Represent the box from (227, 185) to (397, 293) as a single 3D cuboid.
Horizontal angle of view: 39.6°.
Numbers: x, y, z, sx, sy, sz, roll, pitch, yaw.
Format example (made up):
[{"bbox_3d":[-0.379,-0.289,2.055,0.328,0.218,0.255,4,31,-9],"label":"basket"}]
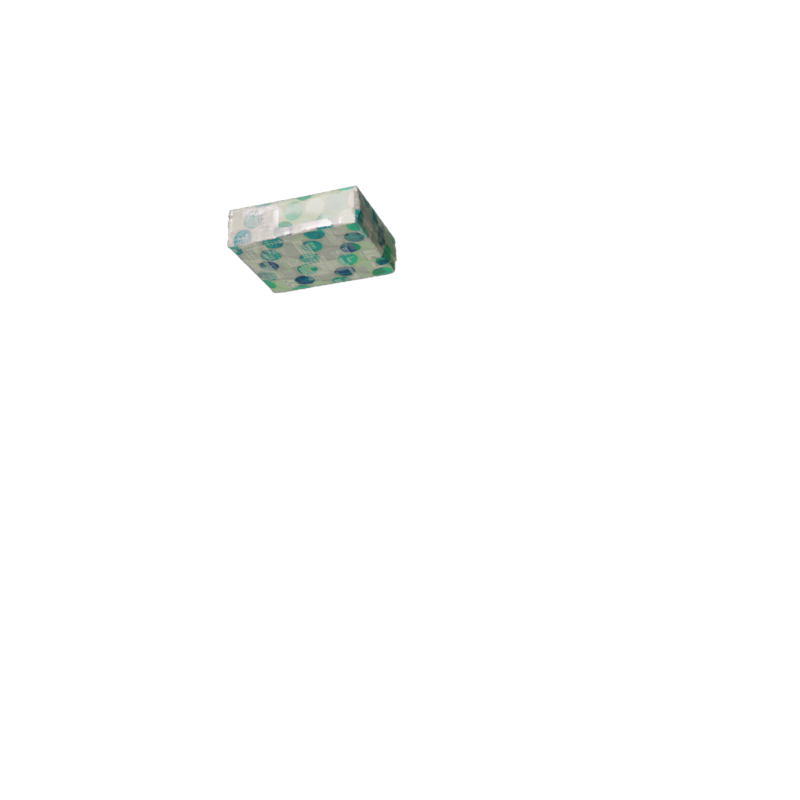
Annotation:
[{"bbox_3d":[-0.070,-0.127,0.891,0.115,0.041,0.083,-9,-26,19],"label":"box"}]
